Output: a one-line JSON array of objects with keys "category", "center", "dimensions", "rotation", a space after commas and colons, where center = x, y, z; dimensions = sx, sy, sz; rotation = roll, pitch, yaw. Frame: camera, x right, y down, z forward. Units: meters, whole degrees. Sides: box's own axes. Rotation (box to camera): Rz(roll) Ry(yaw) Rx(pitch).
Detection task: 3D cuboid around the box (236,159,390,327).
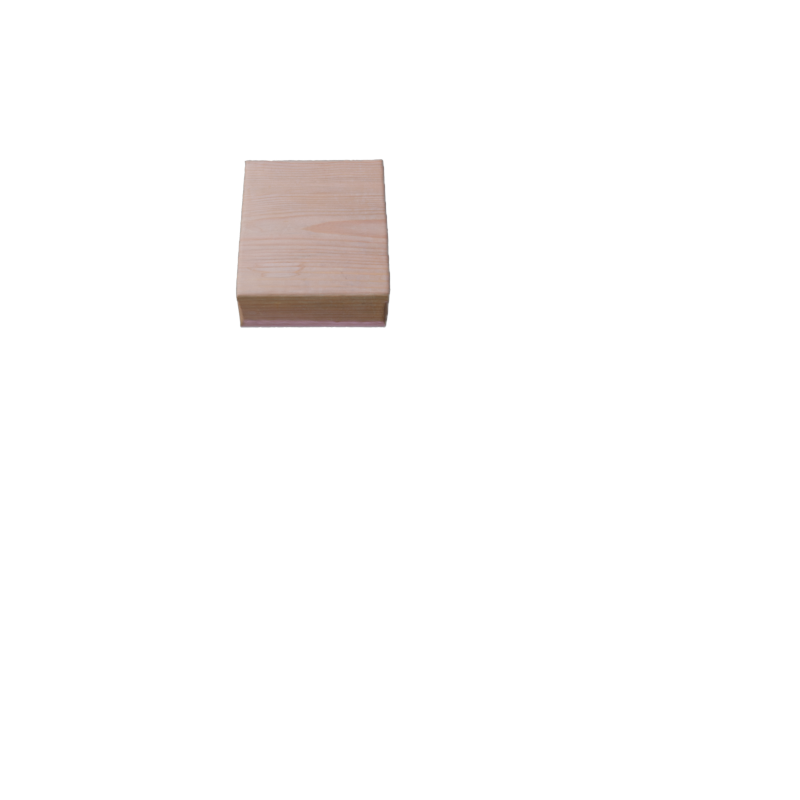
[{"category": "box", "center": [-0.053, -0.098, 0.684], "dimensions": [0.090, 0.122, 0.036], "rotation": [-1, -39, -1]}]
